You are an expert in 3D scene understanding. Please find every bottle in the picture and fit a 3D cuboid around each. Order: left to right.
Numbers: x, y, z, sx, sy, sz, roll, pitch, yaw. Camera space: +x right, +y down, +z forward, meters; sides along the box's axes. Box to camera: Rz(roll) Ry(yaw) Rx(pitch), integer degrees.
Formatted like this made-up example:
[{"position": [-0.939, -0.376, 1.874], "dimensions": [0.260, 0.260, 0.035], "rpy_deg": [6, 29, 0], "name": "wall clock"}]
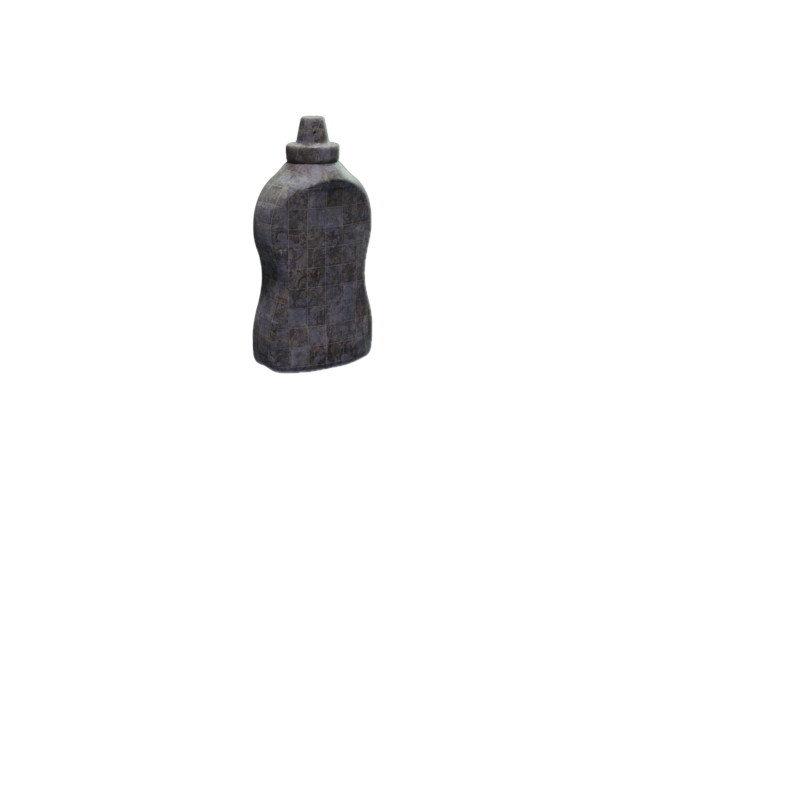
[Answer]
[{"position": [-0.067, -0.122, 0.852], "dimensions": [0.093, 0.186, 0.062], "rpy_deg": [-8, 16, -32], "name": "bottle"}]
